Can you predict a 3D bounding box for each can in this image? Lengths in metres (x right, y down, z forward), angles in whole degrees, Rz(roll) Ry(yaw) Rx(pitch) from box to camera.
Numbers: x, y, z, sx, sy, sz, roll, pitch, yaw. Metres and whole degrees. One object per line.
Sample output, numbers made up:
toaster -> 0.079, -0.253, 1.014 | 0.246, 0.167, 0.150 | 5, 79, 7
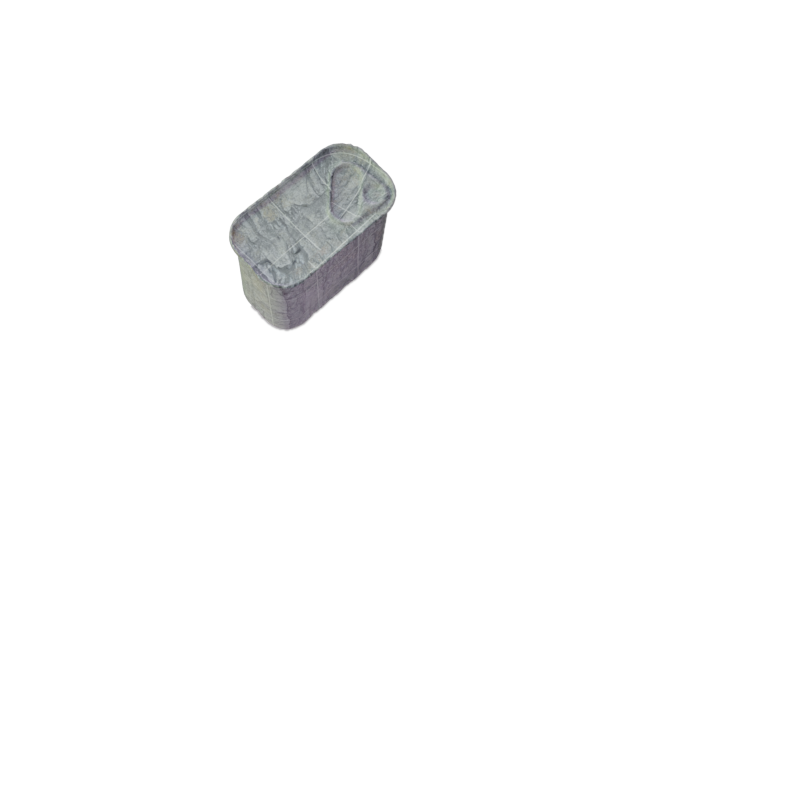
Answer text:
can -> -0.054, -0.099, 0.690 | 0.103, 0.060, 0.080 | -41, -12, -15
